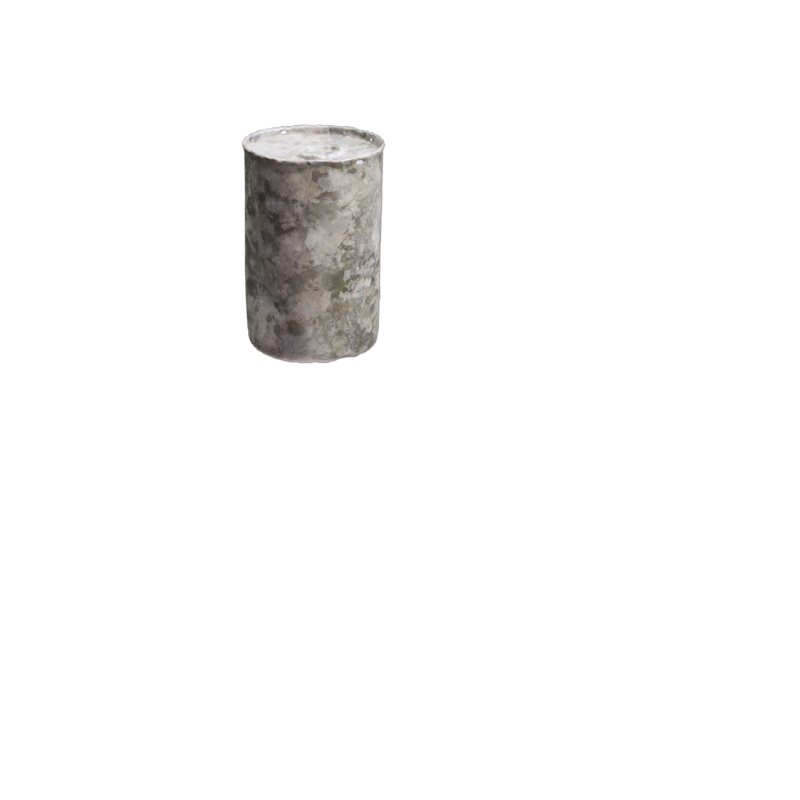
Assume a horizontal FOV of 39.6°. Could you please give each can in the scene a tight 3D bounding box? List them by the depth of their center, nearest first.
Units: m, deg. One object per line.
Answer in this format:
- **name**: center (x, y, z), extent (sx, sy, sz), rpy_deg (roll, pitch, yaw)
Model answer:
- **can**: center (-0.042, -0.077, 0.542), extent (0.068, 0.098, 0.072), rpy_deg (0, 22, -2)
